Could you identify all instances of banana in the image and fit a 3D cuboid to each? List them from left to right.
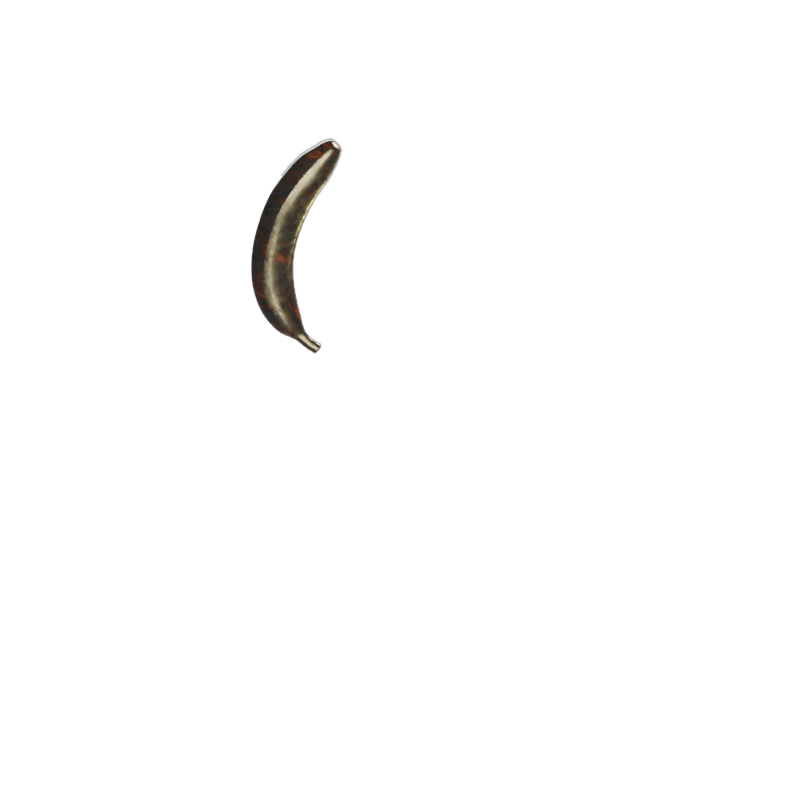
[{"bbox_3d":[-0.095,-0.137,0.977,0.069,0.189,0.039,6,23,-4],"label":"banana"}]
